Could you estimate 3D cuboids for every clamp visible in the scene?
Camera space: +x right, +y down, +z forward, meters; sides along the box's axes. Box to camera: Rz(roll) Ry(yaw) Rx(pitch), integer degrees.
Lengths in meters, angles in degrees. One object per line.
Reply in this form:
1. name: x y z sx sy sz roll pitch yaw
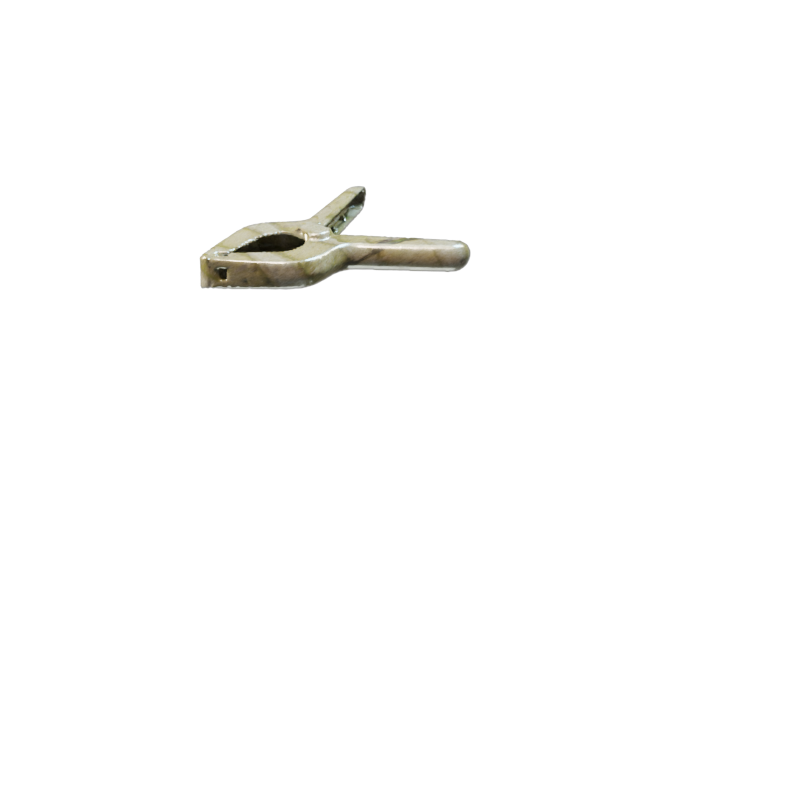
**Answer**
1. clamp: -0.072 -0.131 0.915 0.206 0.034 0.177 -13 32 -23
